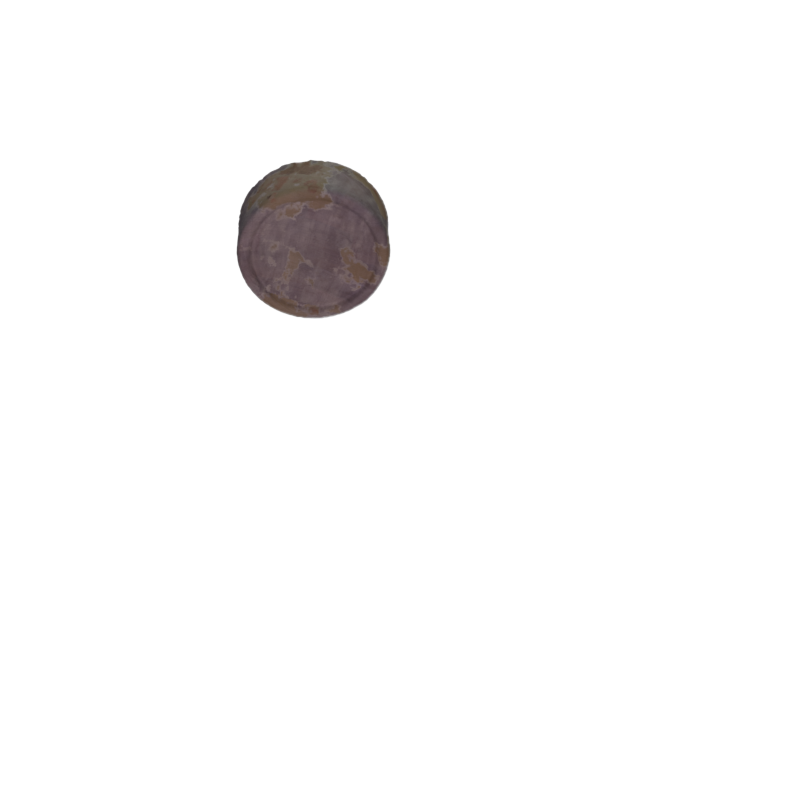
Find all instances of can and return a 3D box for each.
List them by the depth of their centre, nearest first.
[{"bbox_3d":[-0.048,-0.088,0.619,0.086,0.081,0.036,1,34,-1],"label":"can"}]
